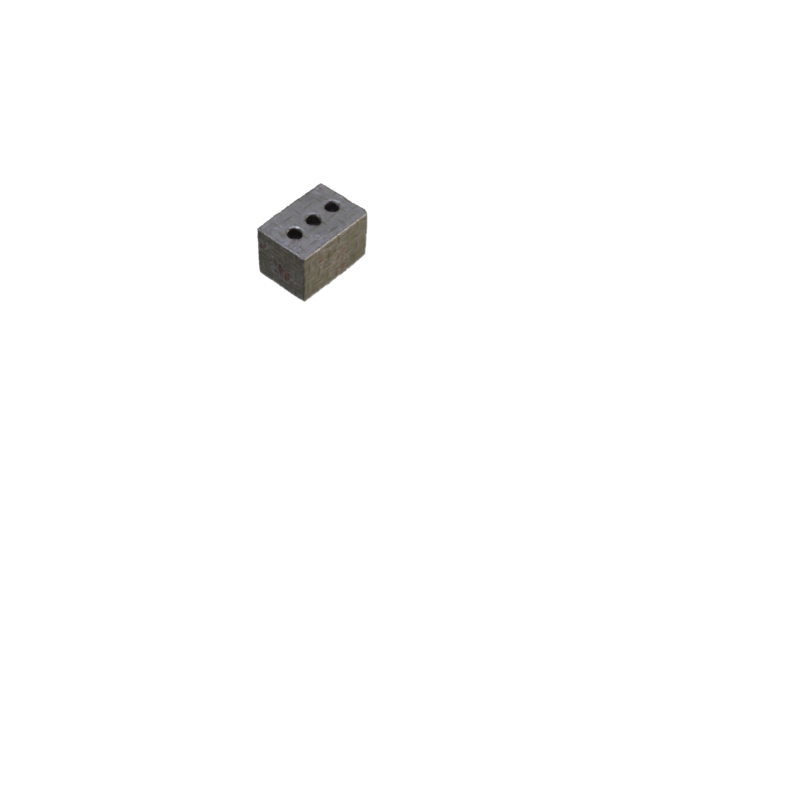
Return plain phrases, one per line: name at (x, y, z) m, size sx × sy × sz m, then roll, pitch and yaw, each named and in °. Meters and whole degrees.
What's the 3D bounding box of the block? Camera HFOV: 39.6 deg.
block at (-0.070, -0.129, 0.900) m, size 0.056 × 0.048 × 0.079 m, roll 33°, pitch 55°, yaw 24°
